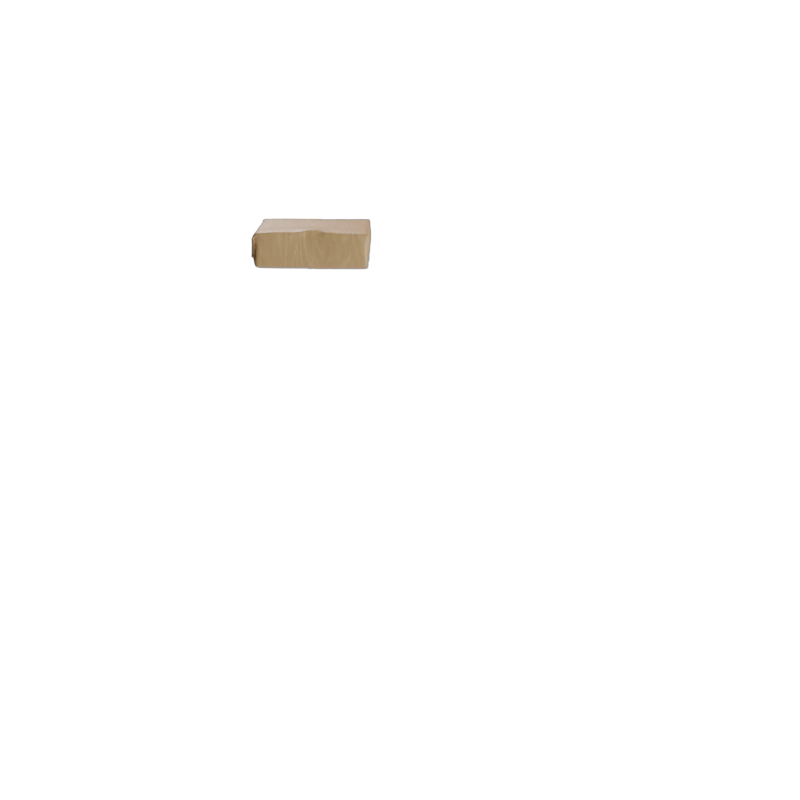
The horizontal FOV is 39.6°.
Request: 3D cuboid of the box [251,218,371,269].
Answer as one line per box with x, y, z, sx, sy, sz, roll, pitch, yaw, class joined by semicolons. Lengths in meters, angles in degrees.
-0.068;-0.123;0.864;0.090;0.029;0.075;1;17;2;box
